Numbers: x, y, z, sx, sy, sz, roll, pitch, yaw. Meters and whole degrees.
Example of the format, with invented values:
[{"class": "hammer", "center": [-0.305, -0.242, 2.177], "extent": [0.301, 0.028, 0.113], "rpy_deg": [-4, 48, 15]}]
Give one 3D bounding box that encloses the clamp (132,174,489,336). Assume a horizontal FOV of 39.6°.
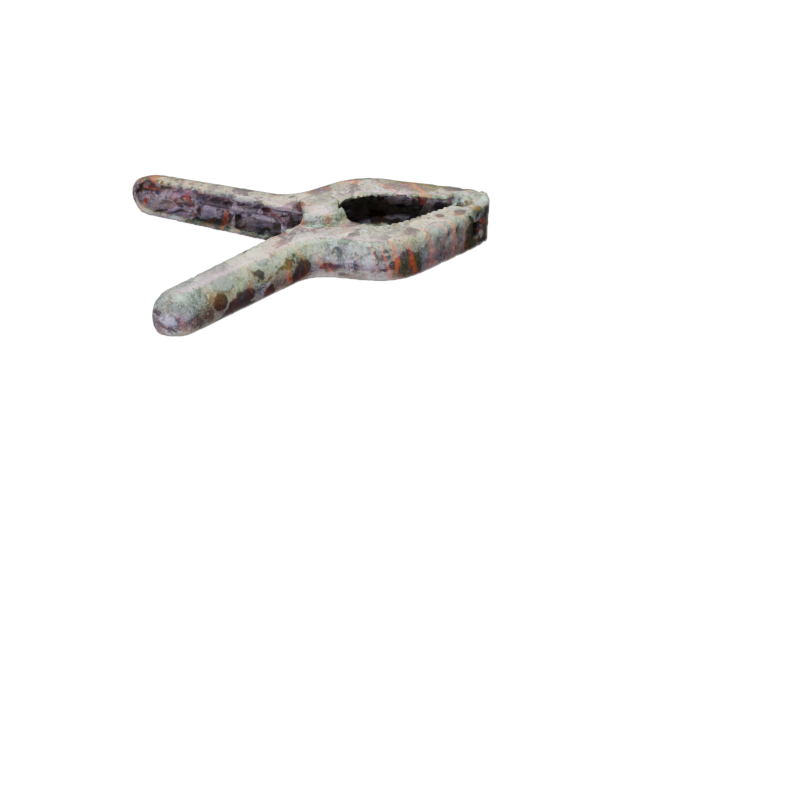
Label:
[{"class": "clamp", "center": [-0.049, -0.089, 0.625], "extent": [0.209, 0.034, 0.176], "rpy_deg": [-4, 34, -6]}]
